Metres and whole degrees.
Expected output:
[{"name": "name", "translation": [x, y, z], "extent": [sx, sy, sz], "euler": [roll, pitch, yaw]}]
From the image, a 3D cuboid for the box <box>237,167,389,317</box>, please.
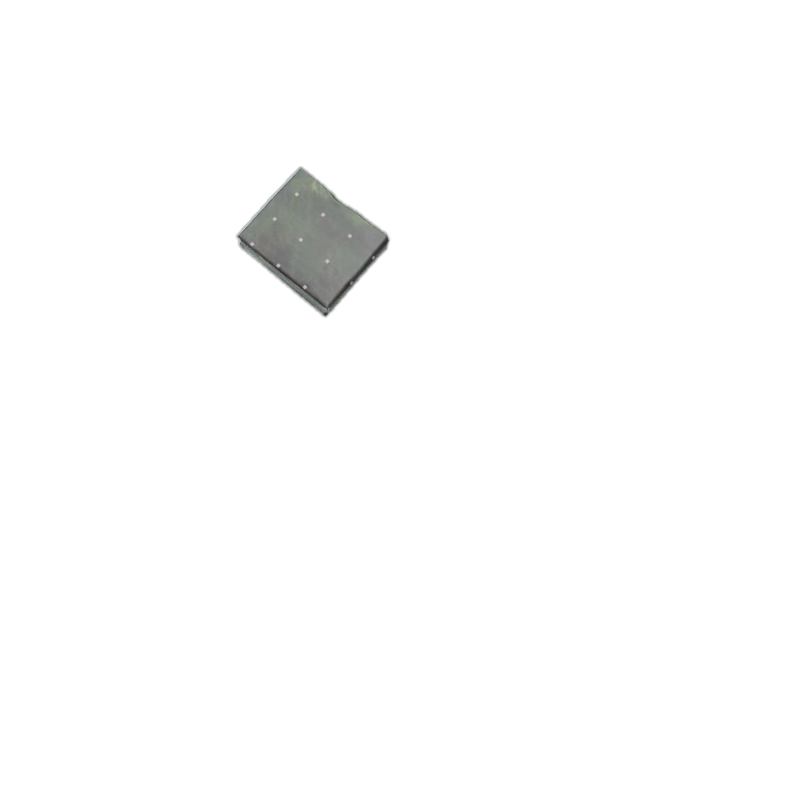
[{"name": "box", "translation": [-0.065, -0.118, 0.829], "extent": [0.092, 0.074, 0.029], "euler": [39, -13, 10]}]
